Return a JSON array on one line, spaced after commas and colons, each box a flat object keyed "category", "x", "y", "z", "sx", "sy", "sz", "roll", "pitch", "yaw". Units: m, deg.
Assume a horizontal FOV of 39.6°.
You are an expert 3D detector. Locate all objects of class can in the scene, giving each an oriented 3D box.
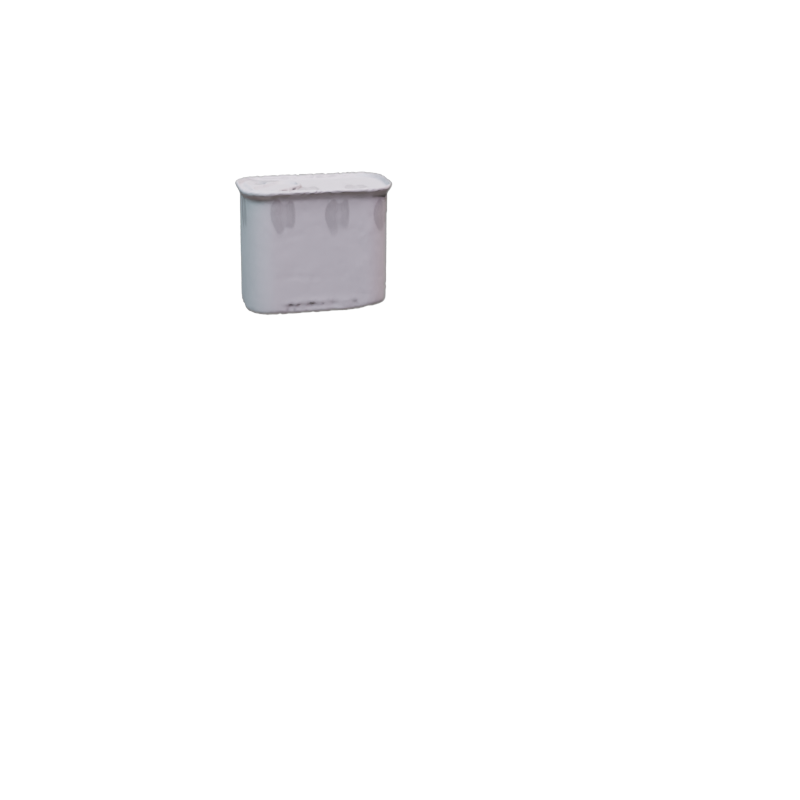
[{"category": "can", "x": -0.059, "y": -0.107, "z": 0.746, "sx": 0.100, "sy": 0.081, "sz": 0.061, "roll": -4, "pitch": 18, "yaw": -13}]
